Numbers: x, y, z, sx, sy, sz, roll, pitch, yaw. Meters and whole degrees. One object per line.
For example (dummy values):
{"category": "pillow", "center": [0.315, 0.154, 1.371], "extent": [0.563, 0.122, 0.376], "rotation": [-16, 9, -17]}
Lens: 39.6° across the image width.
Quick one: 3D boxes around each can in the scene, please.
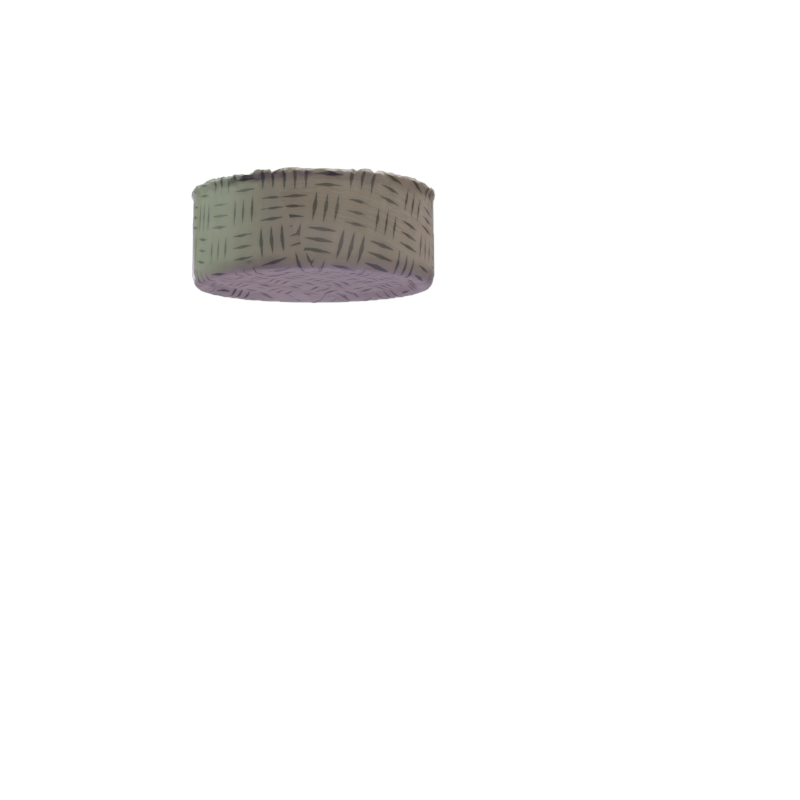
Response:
{"category": "can", "center": [-0.030, -0.056, 0.389], "extent": [0.086, 0.034, 0.085], "rotation": [0, -3, -2]}
